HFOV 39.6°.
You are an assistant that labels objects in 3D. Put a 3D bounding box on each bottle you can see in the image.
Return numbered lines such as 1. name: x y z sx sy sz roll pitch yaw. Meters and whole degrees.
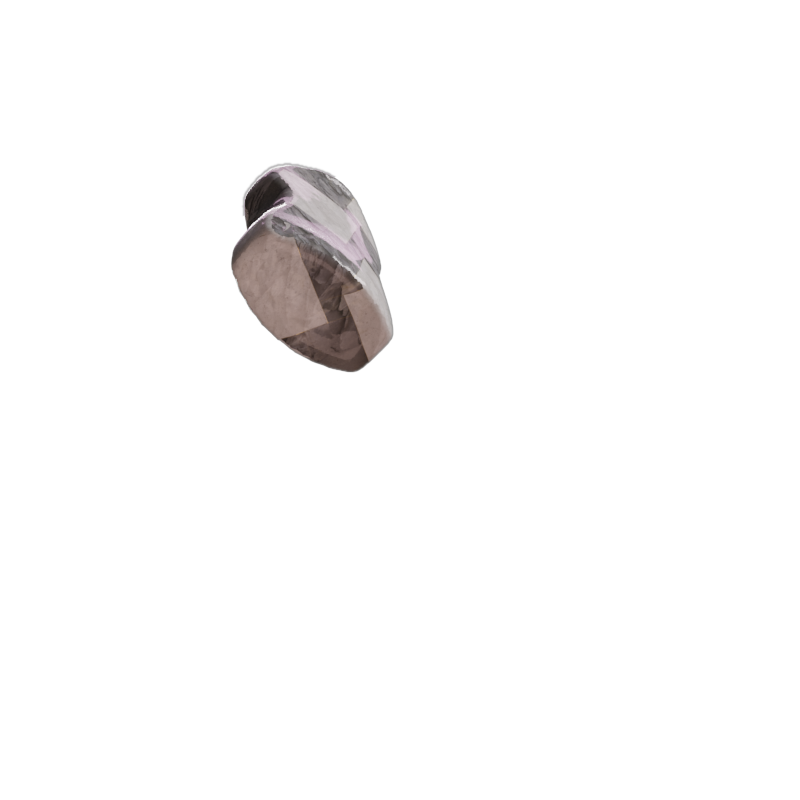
1. bottle: -0.053 -0.096 0.674 0.092 0.057 0.202 37 19 -20
